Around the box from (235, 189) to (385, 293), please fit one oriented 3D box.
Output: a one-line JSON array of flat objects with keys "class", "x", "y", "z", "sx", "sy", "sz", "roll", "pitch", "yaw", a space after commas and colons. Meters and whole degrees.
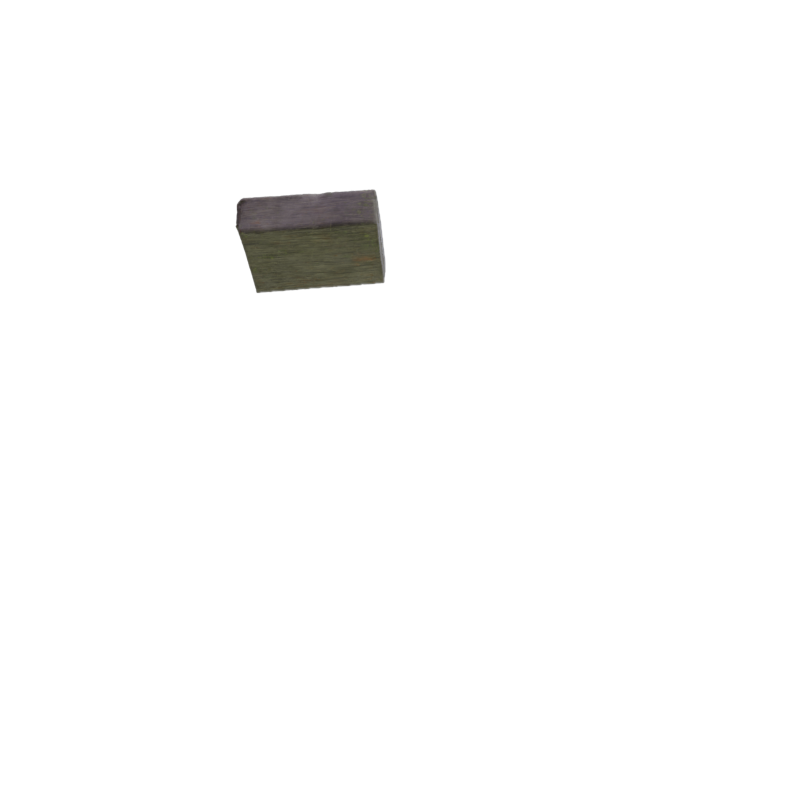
[{"class": "box", "x": -0.056, "y": -0.102, "z": 0.715, "sx": 0.090, "sy": 0.032, "sz": 0.068, "roll": -3, "pitch": -28, "yaw": 5}]
